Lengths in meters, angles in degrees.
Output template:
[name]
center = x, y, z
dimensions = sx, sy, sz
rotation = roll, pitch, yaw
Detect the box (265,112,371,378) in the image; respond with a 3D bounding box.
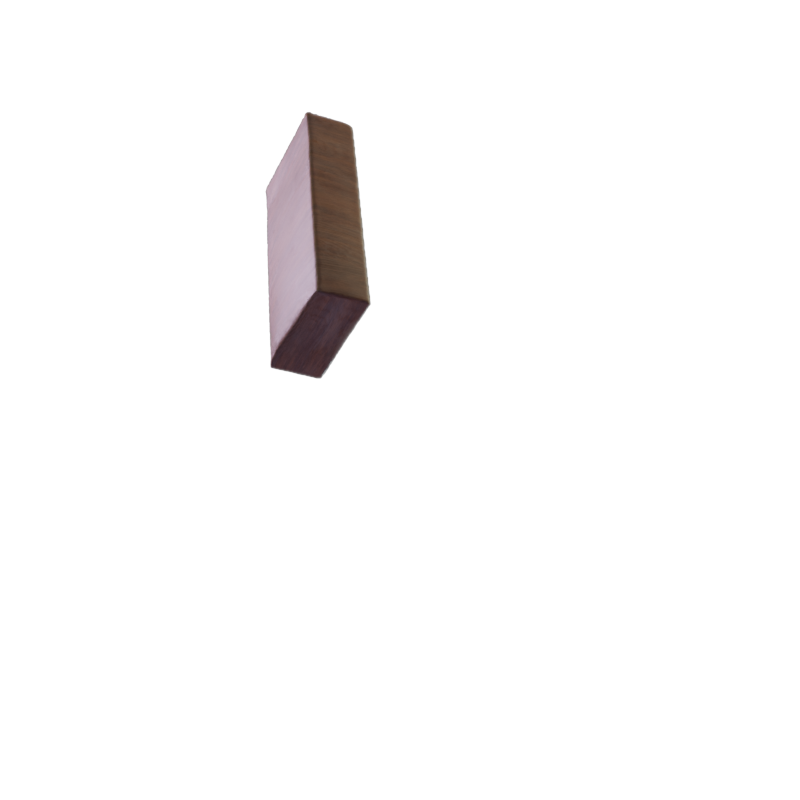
[box]
center = -0.062, -0.115, 0.802
dimensions = 0.046, 0.189, 0.090
rotation = 15, -42, -21
